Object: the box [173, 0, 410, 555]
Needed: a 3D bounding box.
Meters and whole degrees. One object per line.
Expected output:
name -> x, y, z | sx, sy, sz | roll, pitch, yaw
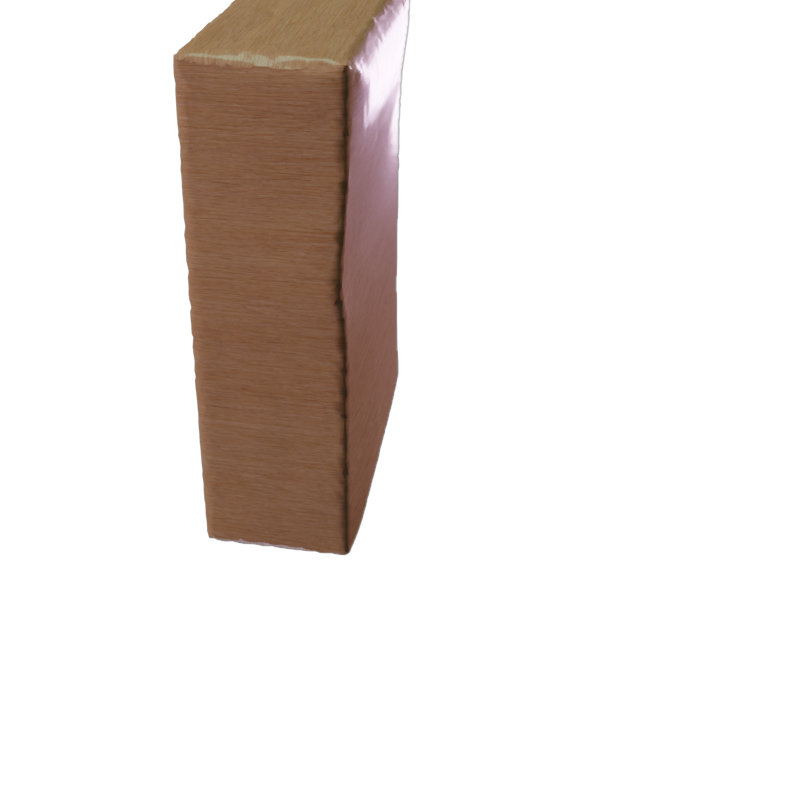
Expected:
box -> -0.038, -0.070, 0.490 | 0.073, 0.202, 0.172 | 5, 29, 6
